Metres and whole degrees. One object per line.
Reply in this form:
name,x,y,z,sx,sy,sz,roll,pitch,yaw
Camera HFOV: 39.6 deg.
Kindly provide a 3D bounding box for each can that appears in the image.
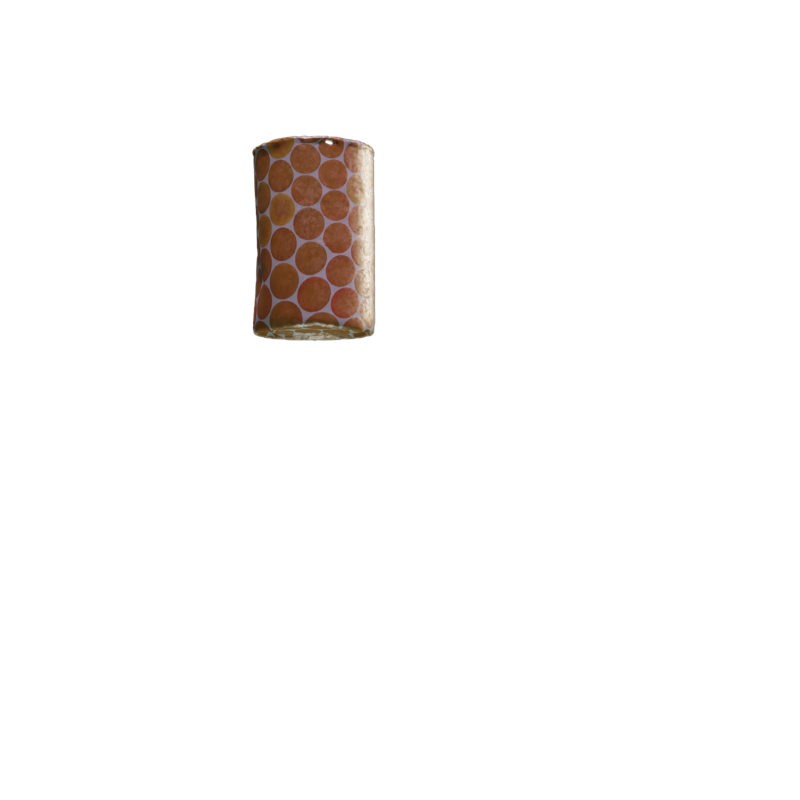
can,-0.047,-0.086,0.605,0.068,0.105,0.067,0,-8,-2
